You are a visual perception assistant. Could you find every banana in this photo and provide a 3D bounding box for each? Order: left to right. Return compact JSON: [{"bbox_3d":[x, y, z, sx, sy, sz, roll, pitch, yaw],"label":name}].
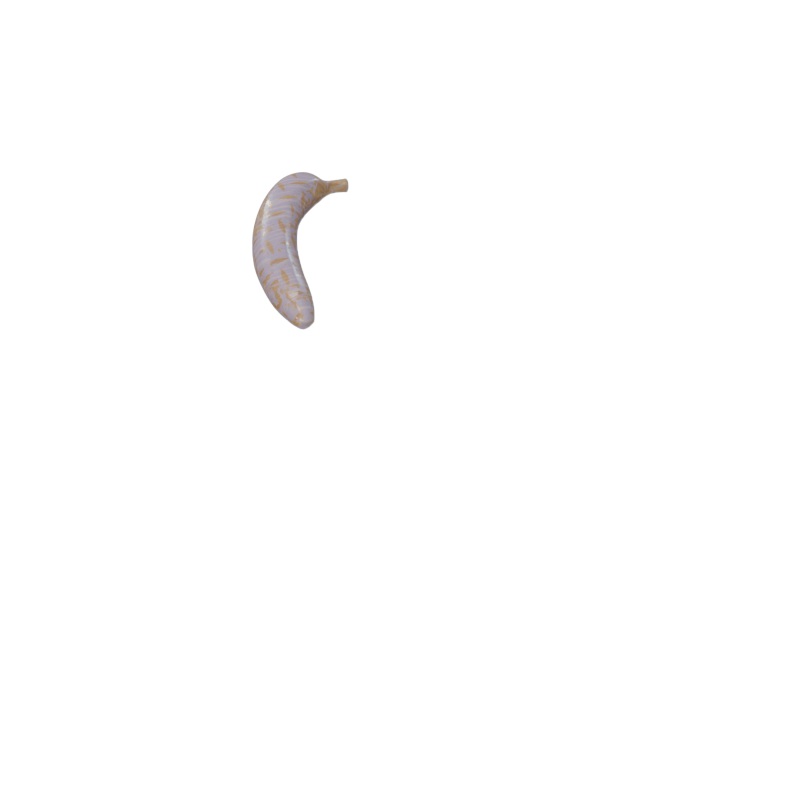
[{"bbox_3d":[-0.090,-0.137,0.931,0.070,0.034,0.210,5,45,4],"label":"banana"}]
